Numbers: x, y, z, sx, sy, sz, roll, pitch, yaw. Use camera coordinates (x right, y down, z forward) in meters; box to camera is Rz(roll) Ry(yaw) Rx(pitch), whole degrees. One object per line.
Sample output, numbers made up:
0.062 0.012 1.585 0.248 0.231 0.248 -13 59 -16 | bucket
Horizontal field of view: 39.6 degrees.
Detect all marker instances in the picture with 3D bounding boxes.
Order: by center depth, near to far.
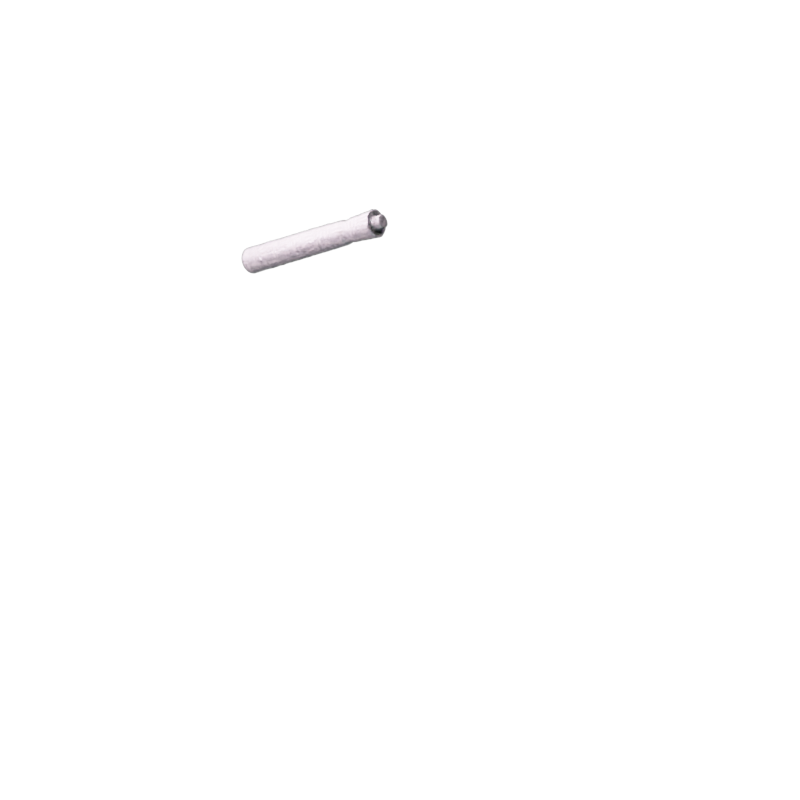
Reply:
-0.058 -0.106 0.743 0.123 0.020 0.019 -10 -3 39 | marker
